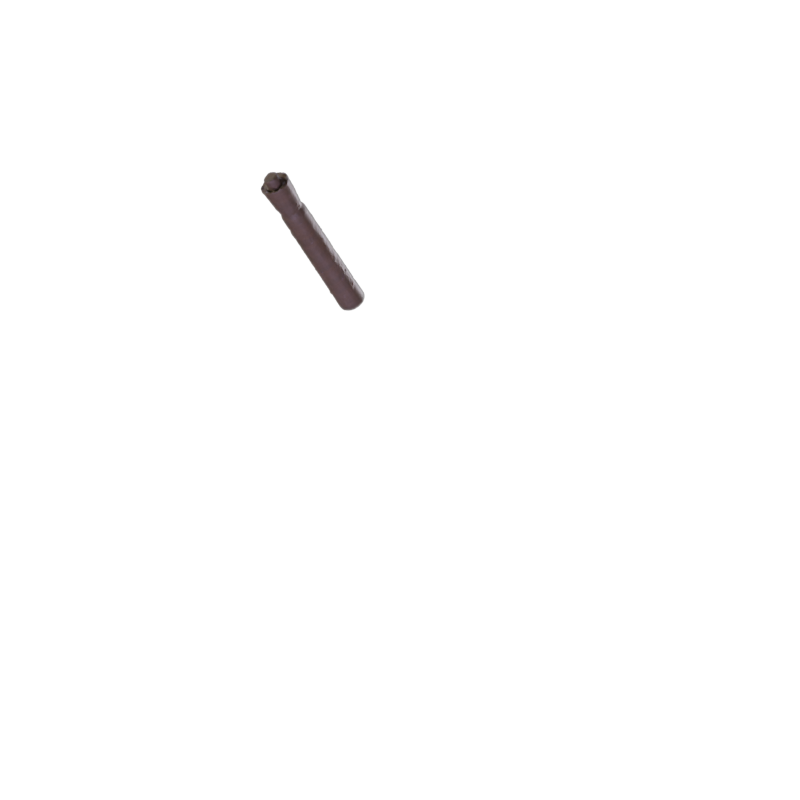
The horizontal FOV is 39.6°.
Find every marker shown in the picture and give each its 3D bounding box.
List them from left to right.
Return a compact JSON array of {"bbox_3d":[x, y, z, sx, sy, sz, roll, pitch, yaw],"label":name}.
[{"bbox_3d":[-0.056,-0.102,0.713,0.020,0.021,0.112,2,-37,34],"label":"marker"}]
